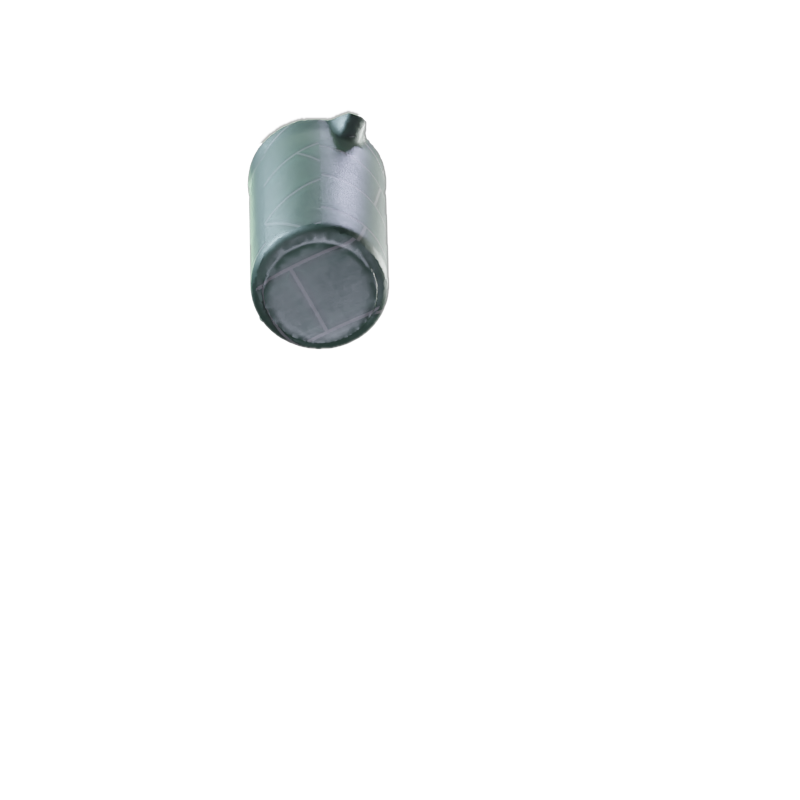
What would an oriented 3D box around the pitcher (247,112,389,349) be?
[{"bbox_3d":[-0.075,-0.138,0.964,0.145,0.140,0.258,-15,29,5],"label":"pitcher"}]
